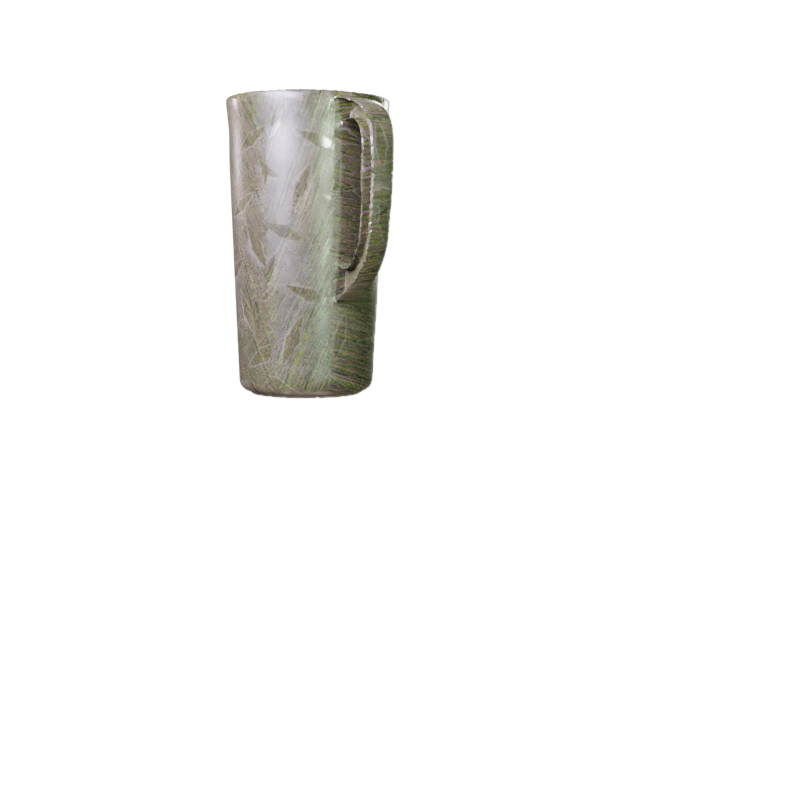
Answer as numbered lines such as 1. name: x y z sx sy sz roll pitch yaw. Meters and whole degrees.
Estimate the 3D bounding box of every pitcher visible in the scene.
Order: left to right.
1. pitcher: -0.070 -0.127 0.889 0.147 0.243 0.147 0 1 9
